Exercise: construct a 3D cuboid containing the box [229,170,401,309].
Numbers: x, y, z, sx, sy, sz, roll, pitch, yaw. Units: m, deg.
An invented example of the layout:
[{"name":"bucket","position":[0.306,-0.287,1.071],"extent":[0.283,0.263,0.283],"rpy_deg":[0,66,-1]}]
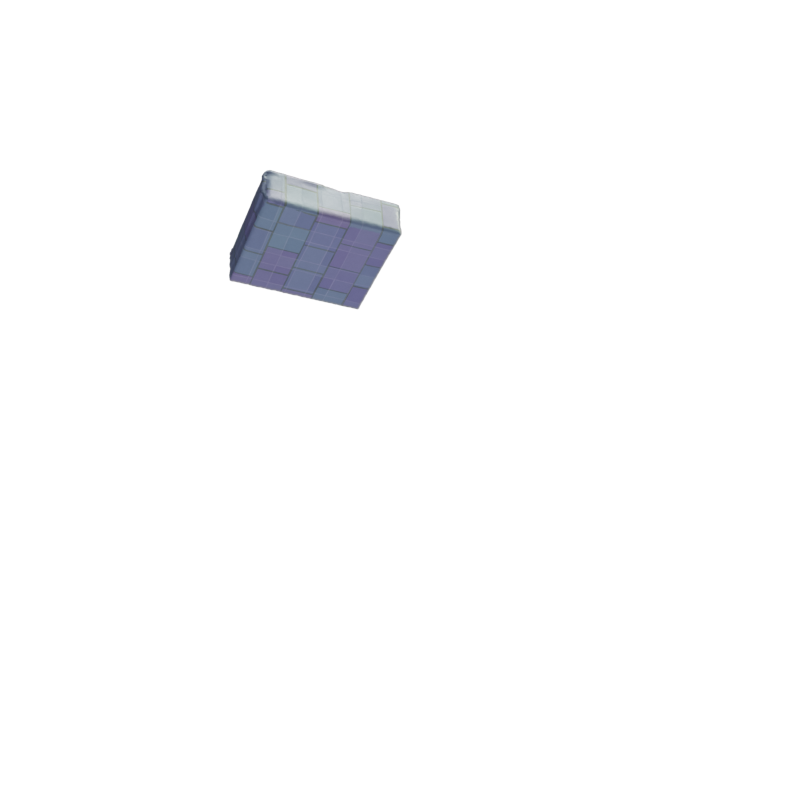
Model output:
[{"name":"box","position":[-0.054,-0.098,0.683],"extent":[0.087,0.032,0.070],"rpy_deg":[14,-43,-15]}]
